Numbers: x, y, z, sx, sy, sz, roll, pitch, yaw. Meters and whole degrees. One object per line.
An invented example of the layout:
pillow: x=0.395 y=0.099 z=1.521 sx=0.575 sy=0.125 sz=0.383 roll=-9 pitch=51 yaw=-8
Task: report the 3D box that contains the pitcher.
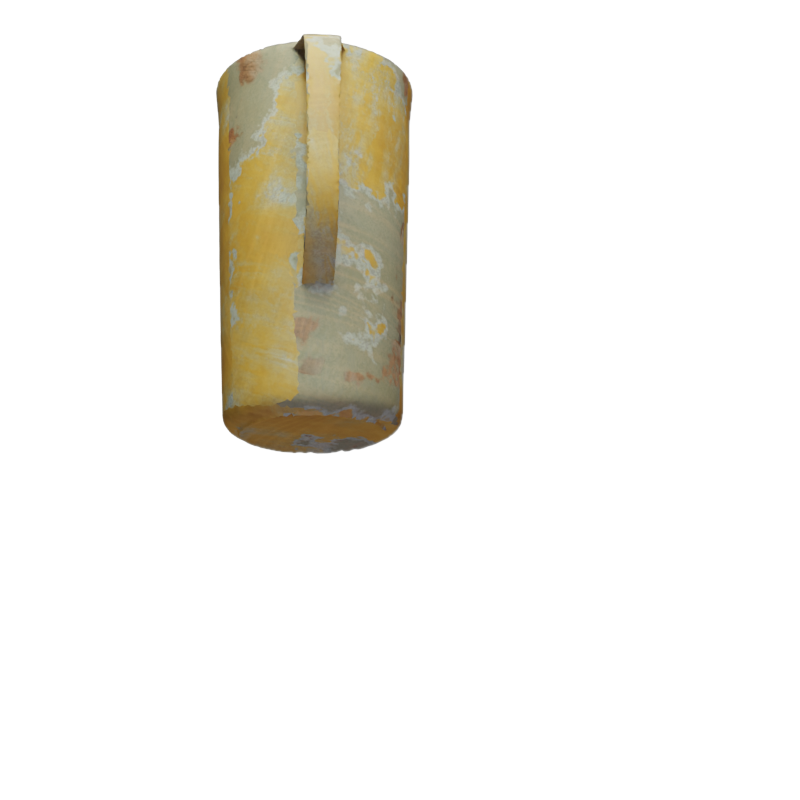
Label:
pitcher: x=-0.055 y=-0.100 z=0.698 sx=0.147 sy=0.256 sz=0.140 roll=-18 pitch=-27 yaw=35
